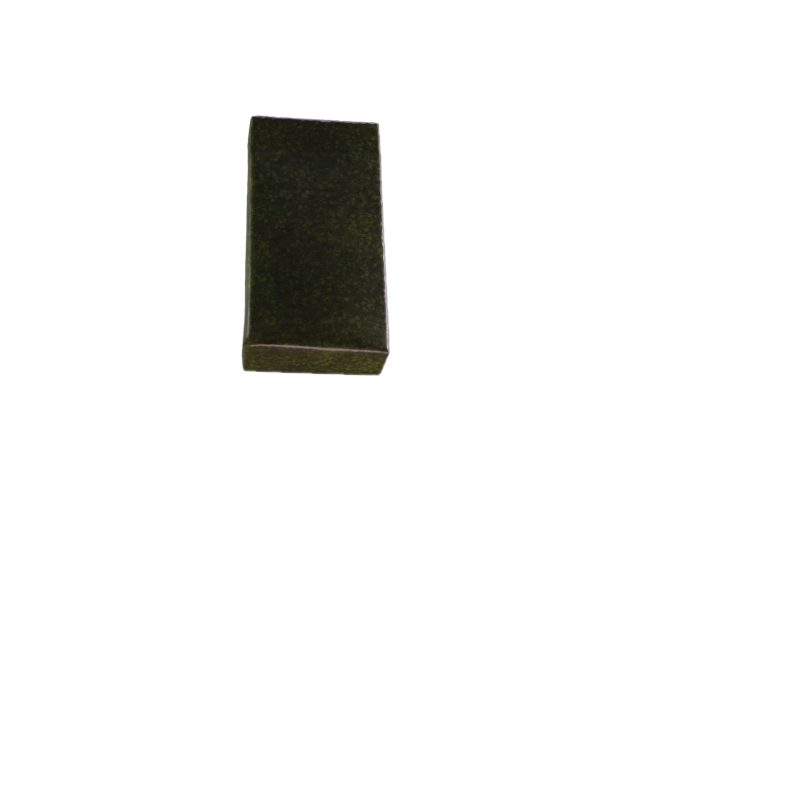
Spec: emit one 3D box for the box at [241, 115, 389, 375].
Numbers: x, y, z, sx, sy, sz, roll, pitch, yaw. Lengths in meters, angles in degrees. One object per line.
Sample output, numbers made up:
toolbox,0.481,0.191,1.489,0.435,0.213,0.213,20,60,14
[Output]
box,-0.058,-0.106,0.744,0.092,0.188,0.045,2,-29,-7
